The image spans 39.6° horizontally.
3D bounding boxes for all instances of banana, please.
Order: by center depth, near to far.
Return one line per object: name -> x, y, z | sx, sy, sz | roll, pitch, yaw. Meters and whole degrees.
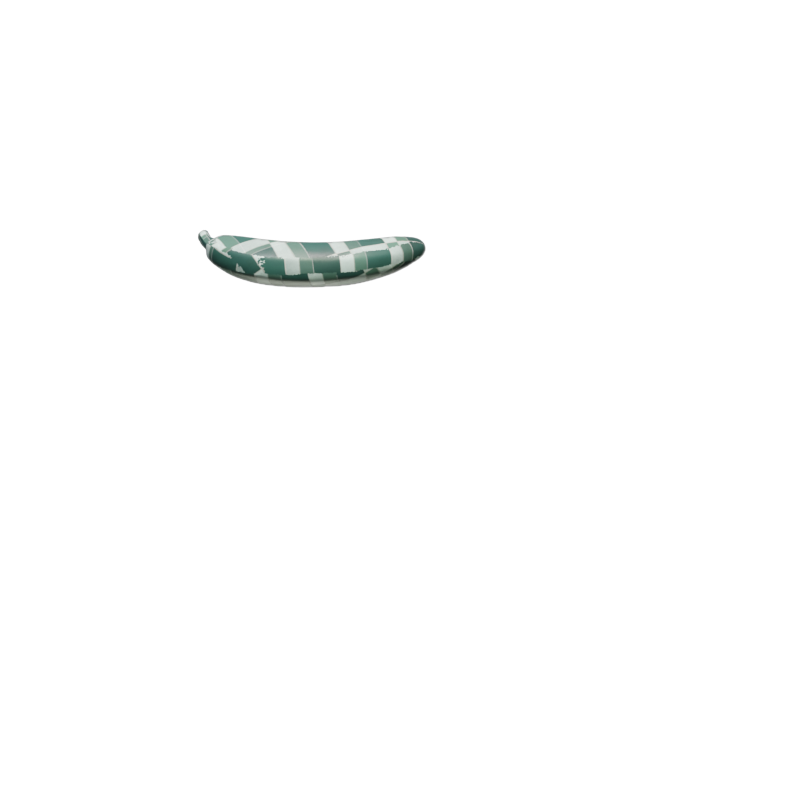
banana -> -0.079, -0.122, 0.929 | 0.199, 0.034, 0.074 | 5, 42, 5
